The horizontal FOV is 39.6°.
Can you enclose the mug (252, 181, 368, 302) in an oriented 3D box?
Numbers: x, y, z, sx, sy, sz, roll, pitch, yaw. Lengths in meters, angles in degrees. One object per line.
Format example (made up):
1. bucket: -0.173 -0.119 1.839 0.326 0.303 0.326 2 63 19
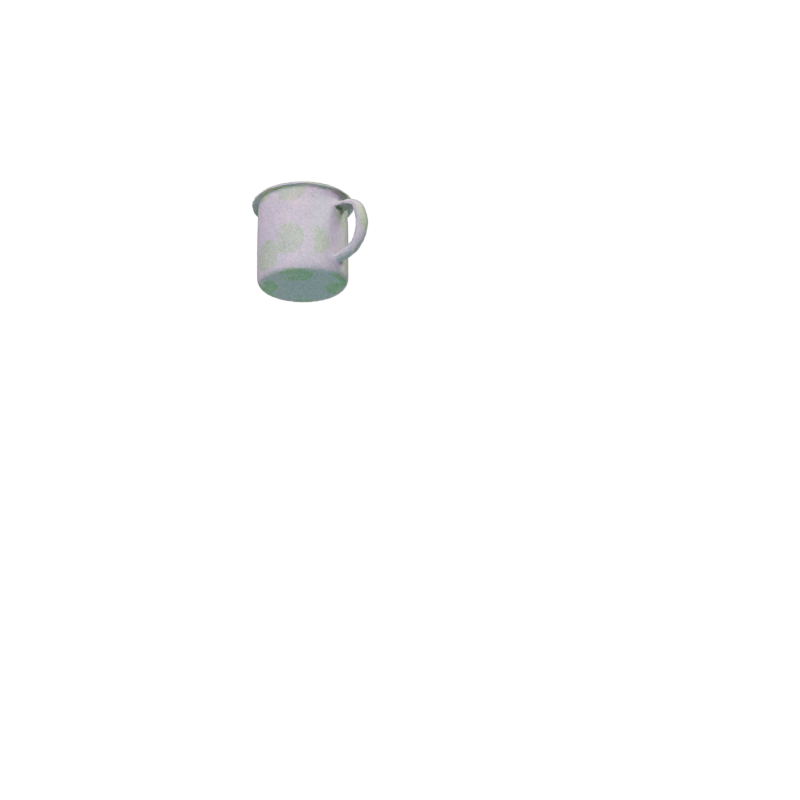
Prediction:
1. mug: -0.078 -0.142 0.991 0.119 0.086 0.087 -15 -26 32
